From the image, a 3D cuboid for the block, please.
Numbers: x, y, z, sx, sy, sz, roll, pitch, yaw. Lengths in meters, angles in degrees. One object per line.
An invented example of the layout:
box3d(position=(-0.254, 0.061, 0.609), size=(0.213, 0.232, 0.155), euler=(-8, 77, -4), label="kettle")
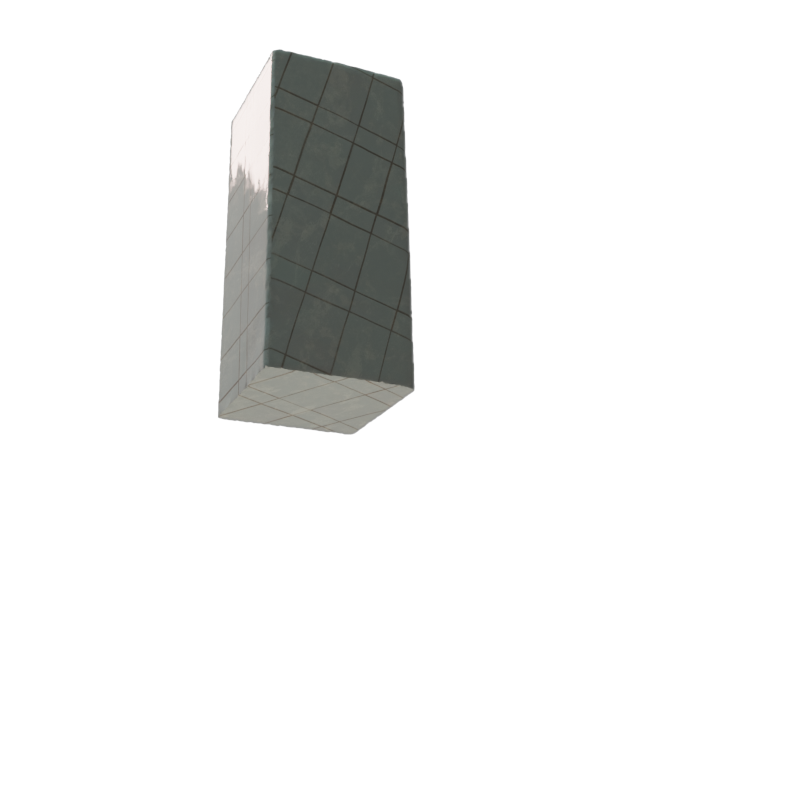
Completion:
box3d(position=(-0.052, -0.096, 0.672), size=(0.087, 0.218, 0.089), euler=(9, -28, -22), label="block")
